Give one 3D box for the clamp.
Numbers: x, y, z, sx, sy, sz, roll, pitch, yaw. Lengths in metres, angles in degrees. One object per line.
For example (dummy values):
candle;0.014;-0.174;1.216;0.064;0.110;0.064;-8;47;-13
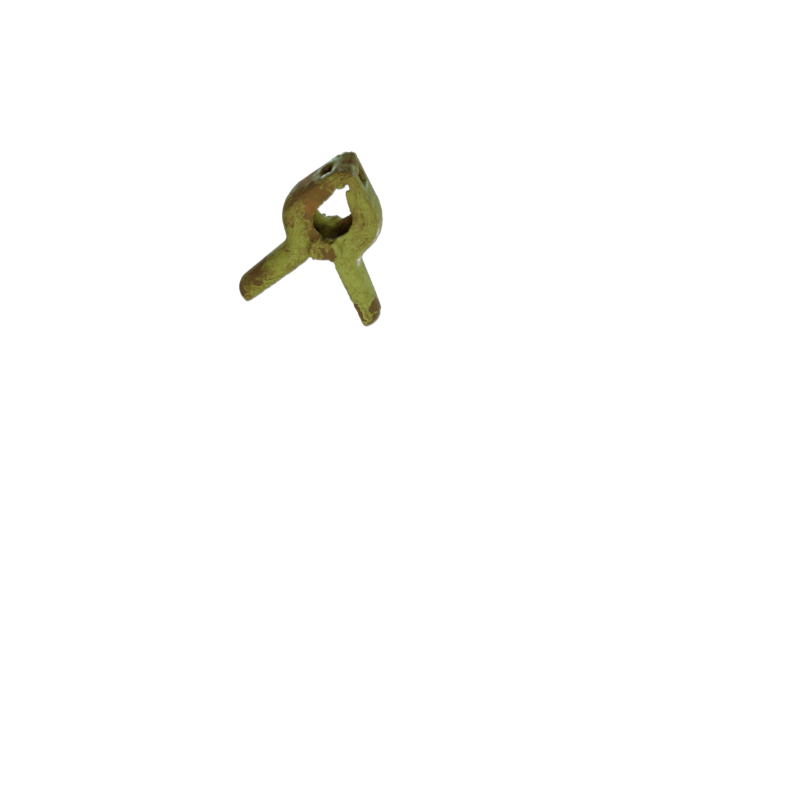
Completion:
clamp;-0.070;-0.127;0.891;0.120;0.160;0.042;3;44;-3
